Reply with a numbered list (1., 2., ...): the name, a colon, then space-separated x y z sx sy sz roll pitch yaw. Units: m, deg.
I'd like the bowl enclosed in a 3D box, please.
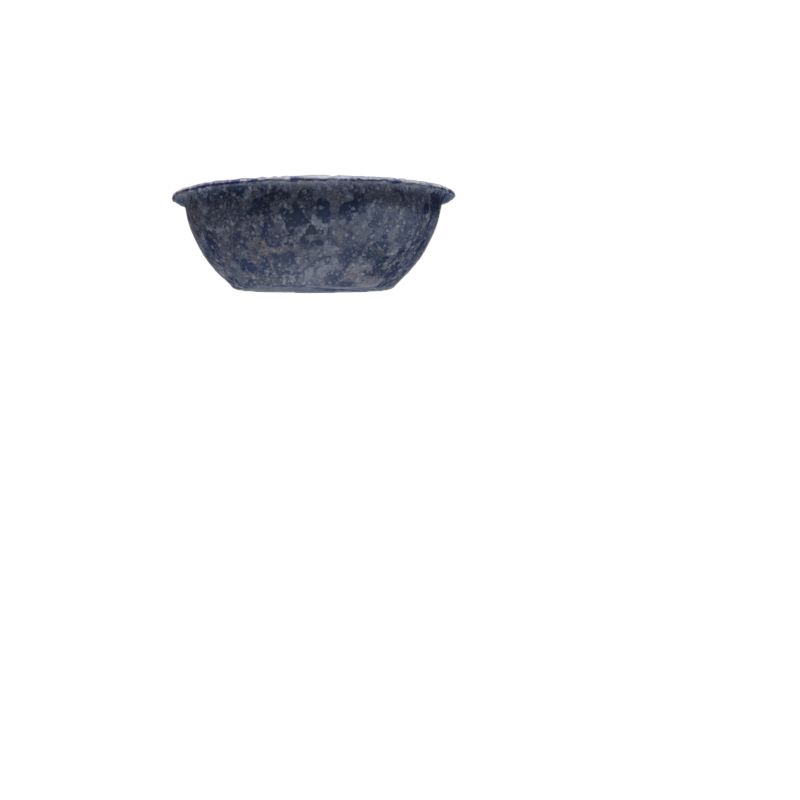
1. bowl: -0.050 -0.090 0.634 0.162 0.055 0.162 0 2 -2
